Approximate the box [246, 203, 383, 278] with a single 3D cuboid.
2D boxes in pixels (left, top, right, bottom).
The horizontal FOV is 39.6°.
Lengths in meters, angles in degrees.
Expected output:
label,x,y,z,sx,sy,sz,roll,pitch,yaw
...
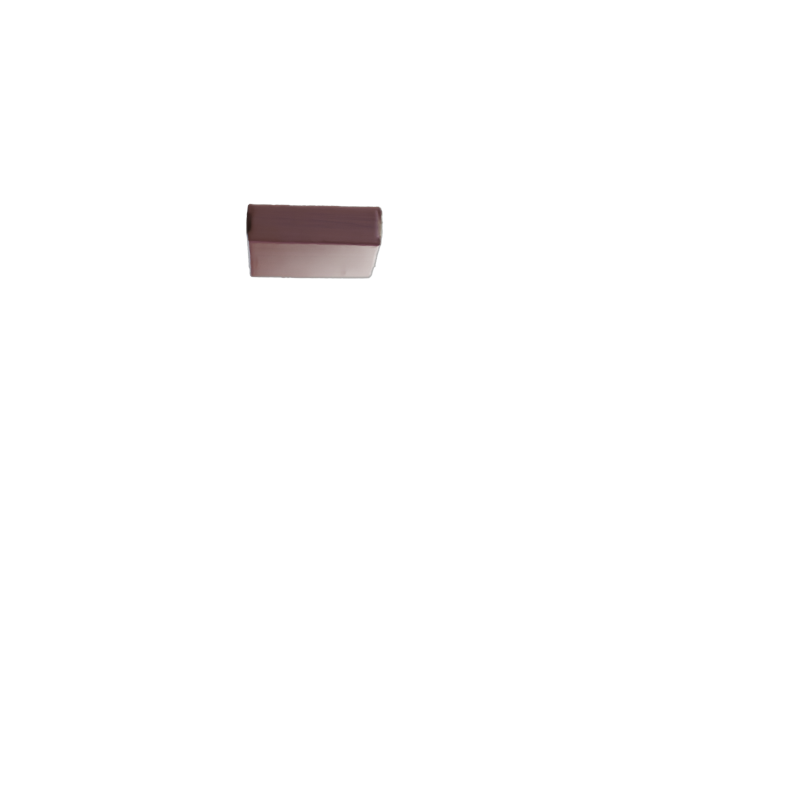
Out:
label,x,y,z,sx,sy,sz,roll,pitch,yaw
box,-0.059,-0.107,0.750,0.089,0.031,0.071,1,-13,-3
